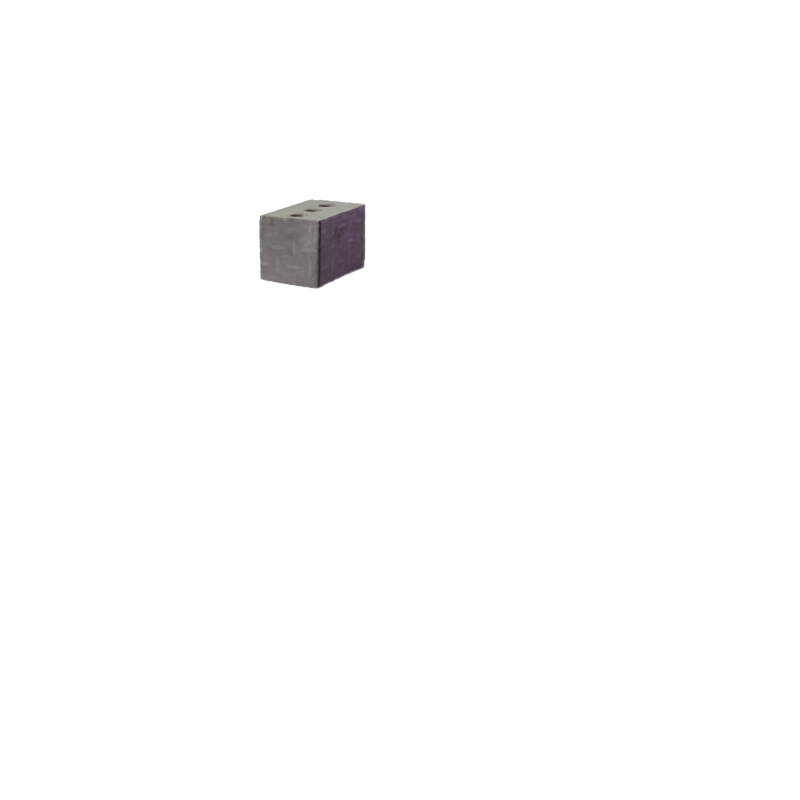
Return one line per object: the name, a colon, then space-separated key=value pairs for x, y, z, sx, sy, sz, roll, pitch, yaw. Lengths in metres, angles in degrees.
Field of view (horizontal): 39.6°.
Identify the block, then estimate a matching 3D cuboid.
block: x=-0.066 y=-0.121 z=0.846 sx=0.055 sy=0.049 sz=0.078 roll=8 pitch=20 yaw=24
